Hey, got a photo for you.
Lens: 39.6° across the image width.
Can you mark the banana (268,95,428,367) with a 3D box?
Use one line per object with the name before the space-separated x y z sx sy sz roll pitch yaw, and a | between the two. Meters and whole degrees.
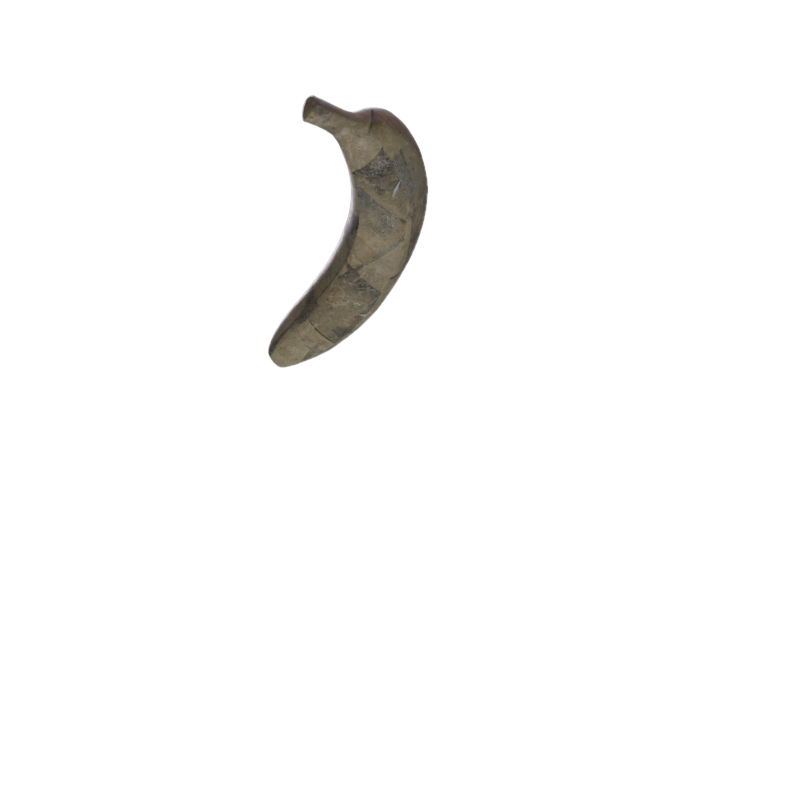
banana | -0.025 -0.082 0.564 0.069 0.039 0.186 5 -39 -8
